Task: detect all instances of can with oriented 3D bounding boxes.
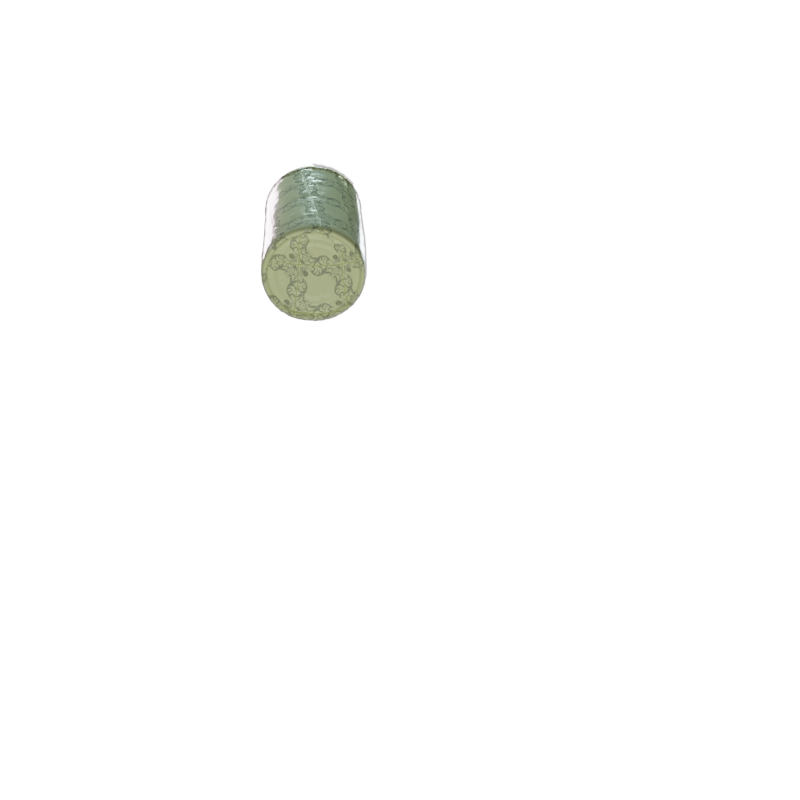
[{"bbox_3d":[-0.058,-0.105,0.736,0.068,0.065,0.109,0,31,-3],"label":"can"}]
